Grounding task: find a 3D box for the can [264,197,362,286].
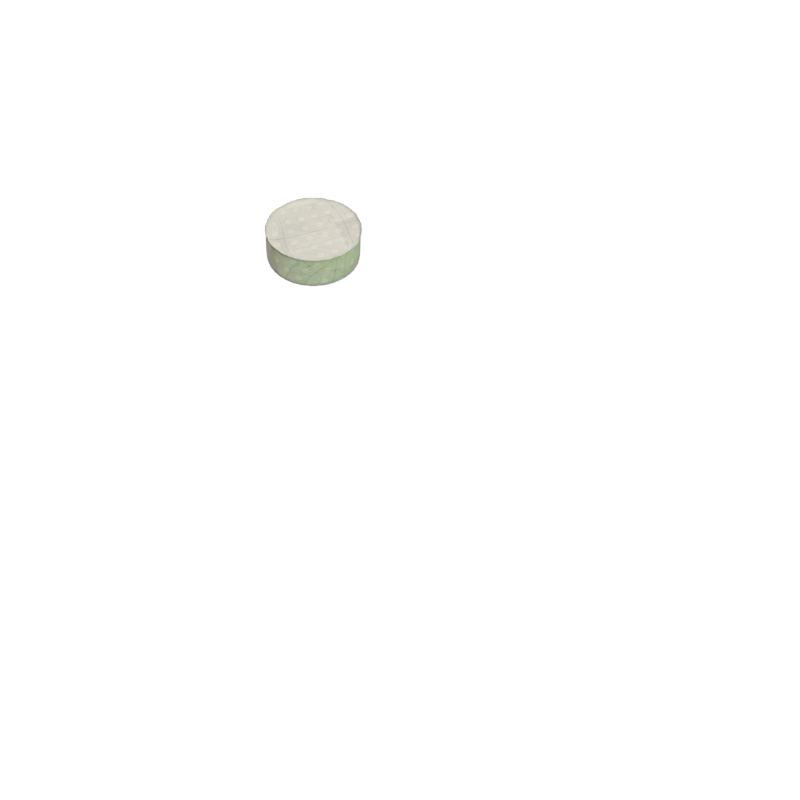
[{"bbox_3d":[-0.077,-0.141,0.988,0.086,0.092,0.031,-1,-45,-1],"label":"can"}]
